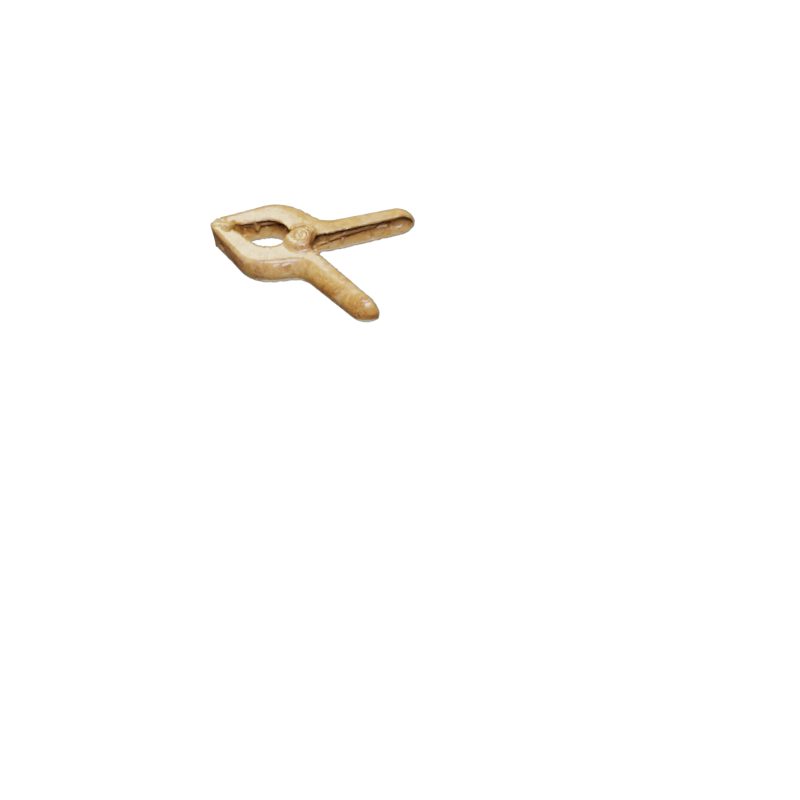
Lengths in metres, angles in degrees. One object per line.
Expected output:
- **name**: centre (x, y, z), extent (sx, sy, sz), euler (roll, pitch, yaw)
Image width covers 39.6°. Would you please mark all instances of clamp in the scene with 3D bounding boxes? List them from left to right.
- **clamp**: centre (-0.074, -0.135, 0.943), extent (0.178, 0.036, 0.124), euler (20, 49, 18)
